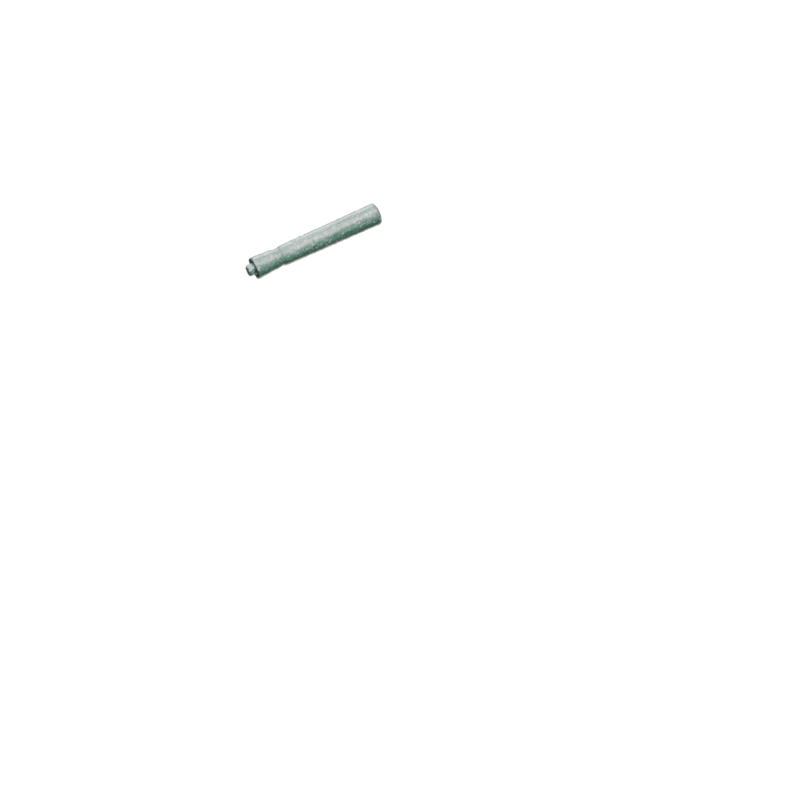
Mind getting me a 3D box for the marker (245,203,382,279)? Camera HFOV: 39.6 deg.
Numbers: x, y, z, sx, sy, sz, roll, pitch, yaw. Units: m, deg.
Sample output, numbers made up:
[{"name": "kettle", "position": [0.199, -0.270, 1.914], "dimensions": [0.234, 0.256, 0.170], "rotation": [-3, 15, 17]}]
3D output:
[{"name": "marker", "position": [-0.071, -0.129, 0.906], "dimensions": [0.120, 0.019, 0.020], "rotation": [-27, 13, -17]}]
